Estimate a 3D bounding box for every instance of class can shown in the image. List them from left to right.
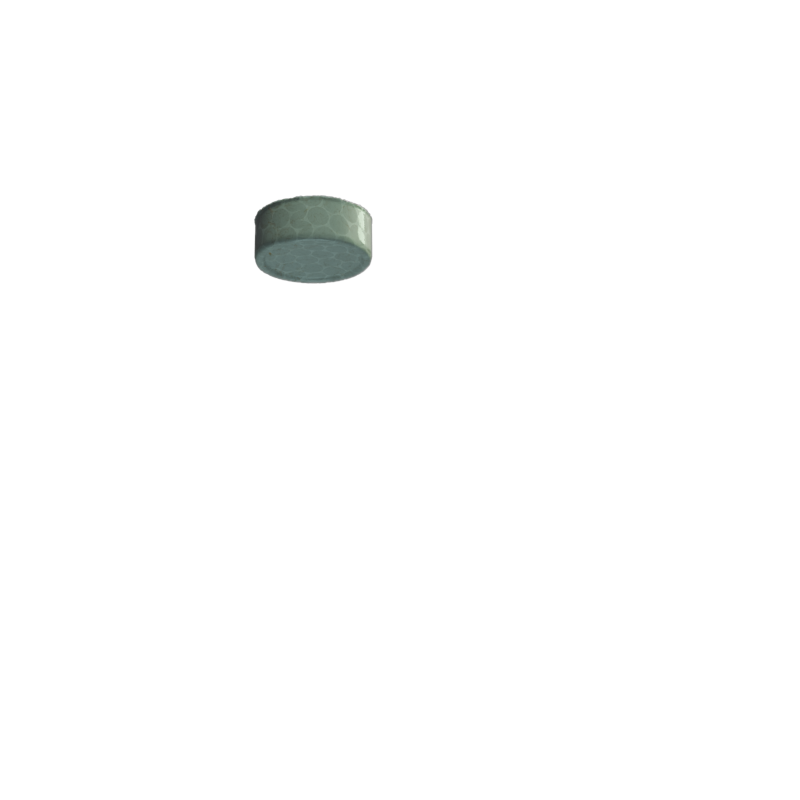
[{"bbox_3d":[-0.062,-0.114,0.798,0.086,0.035,0.082,0,-17,-2],"label":"can"}]
